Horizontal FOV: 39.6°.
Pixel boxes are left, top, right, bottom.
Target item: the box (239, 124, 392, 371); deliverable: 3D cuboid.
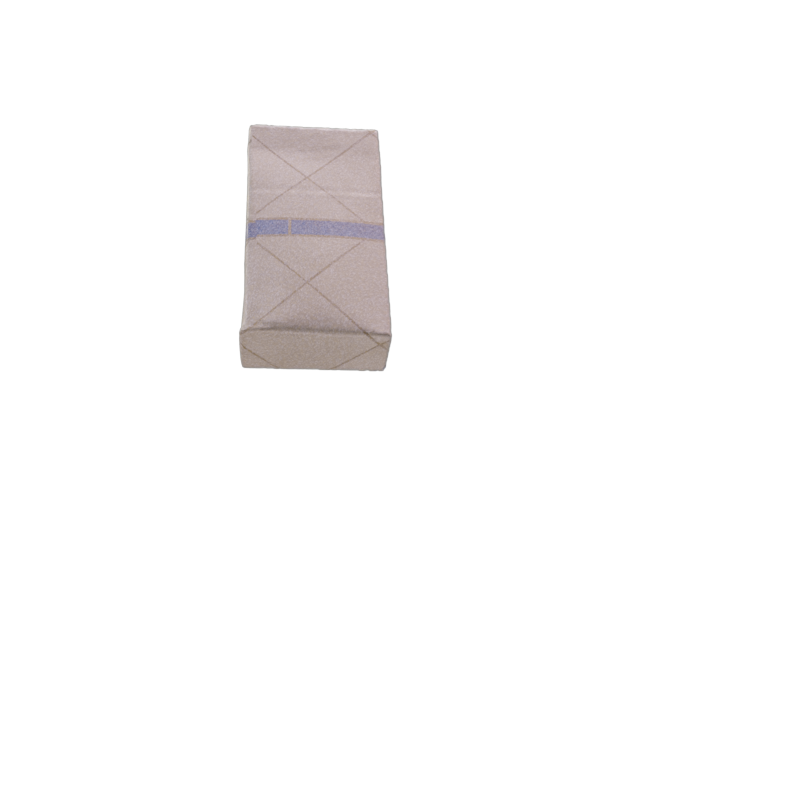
[{"bbox_3d":[-0.057,-0.104,0.731,0.093,0.189,0.045,1,-38,-5],"label":"box"}]
